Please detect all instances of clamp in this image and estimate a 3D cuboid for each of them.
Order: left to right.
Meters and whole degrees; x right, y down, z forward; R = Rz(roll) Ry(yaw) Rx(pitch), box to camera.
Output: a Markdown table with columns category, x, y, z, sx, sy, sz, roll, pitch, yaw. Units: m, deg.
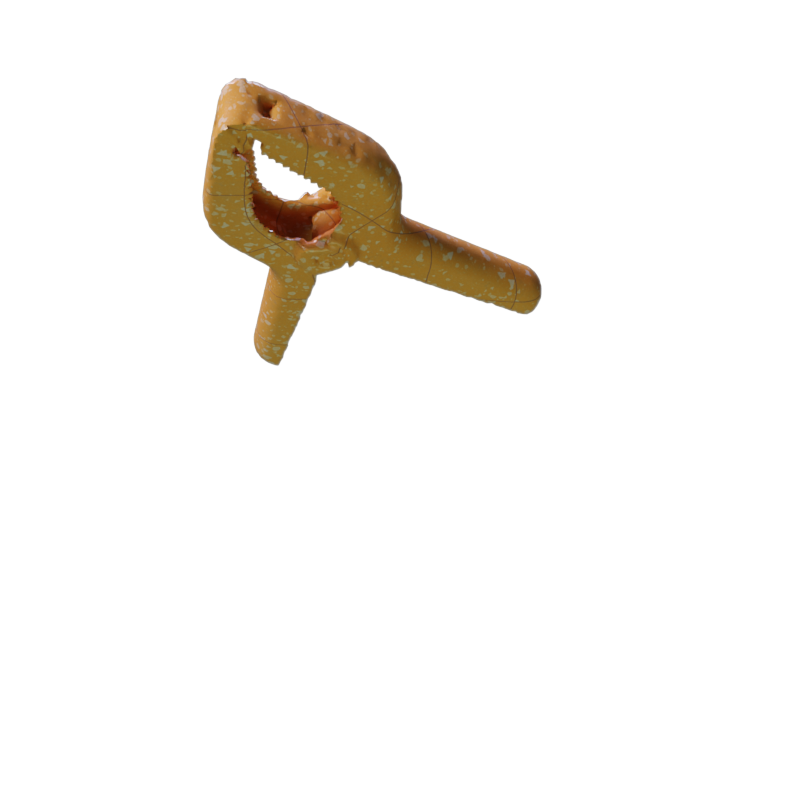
| category | x | y | z | sx | sy | sz | roll | pitch | yaw |
| --- | --- | --- | --- | --- | --- | --- | --- | --- | --- |
| clamp | -0.043 | -0.078 | 0.549 | 0.166 | 0.039 | 0.194 | -16 | -33 | 25 |
